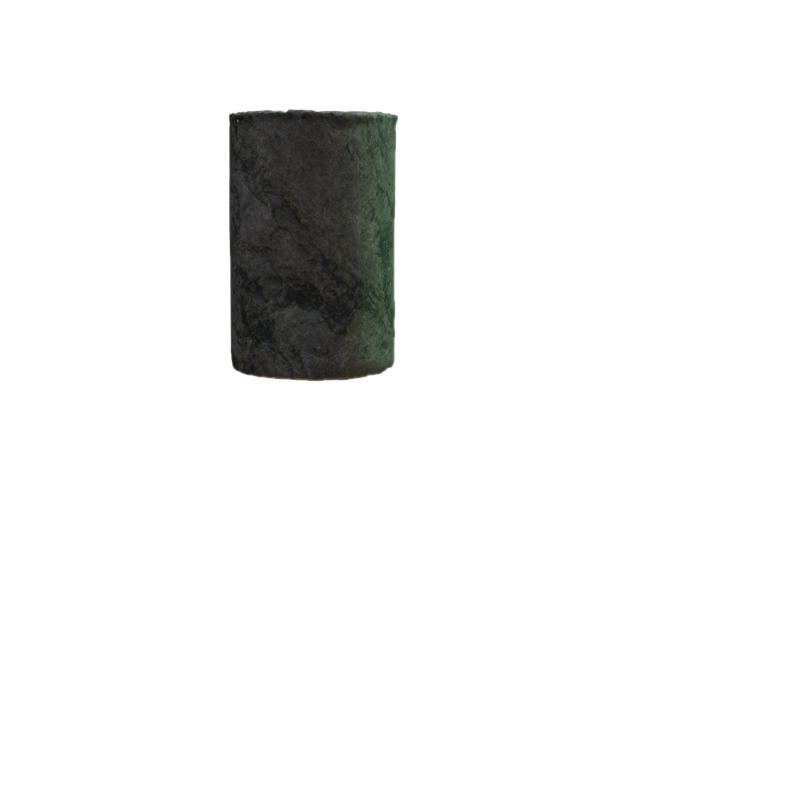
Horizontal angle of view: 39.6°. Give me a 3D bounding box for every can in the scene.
[{"bbox_3d":[-0.035,-0.064,0.446,0.068,0.101,0.069,0,5,-2],"label":"can"}]
